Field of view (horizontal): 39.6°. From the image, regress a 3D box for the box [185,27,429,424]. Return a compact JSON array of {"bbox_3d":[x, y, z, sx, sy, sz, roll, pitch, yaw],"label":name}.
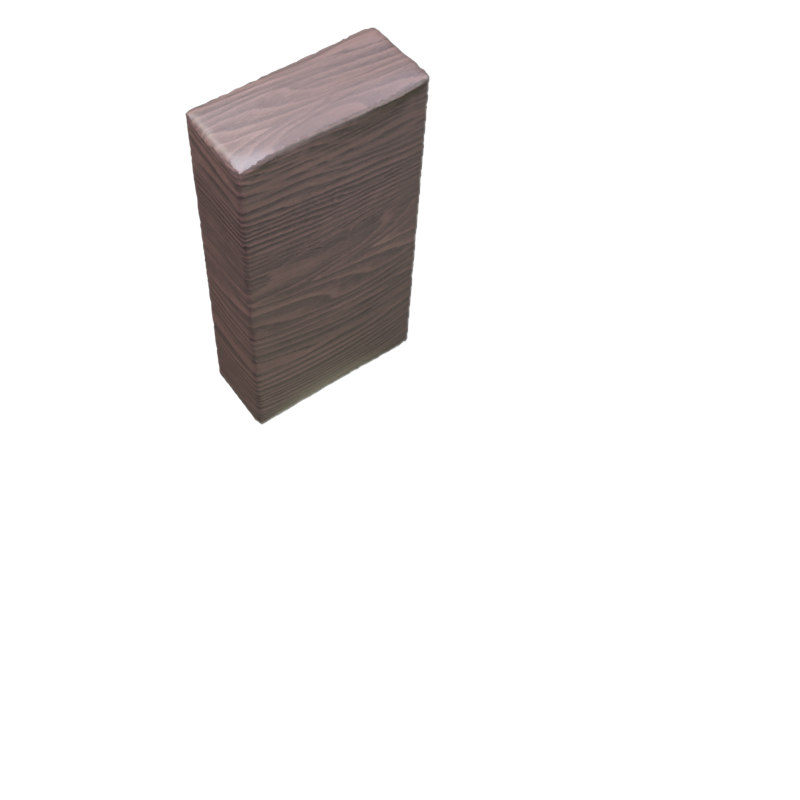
[{"bbox_3d":[-0.038,-0.070,0.492,0.093,0.051,0.165,-31,-26,-22],"label":"box"}]
